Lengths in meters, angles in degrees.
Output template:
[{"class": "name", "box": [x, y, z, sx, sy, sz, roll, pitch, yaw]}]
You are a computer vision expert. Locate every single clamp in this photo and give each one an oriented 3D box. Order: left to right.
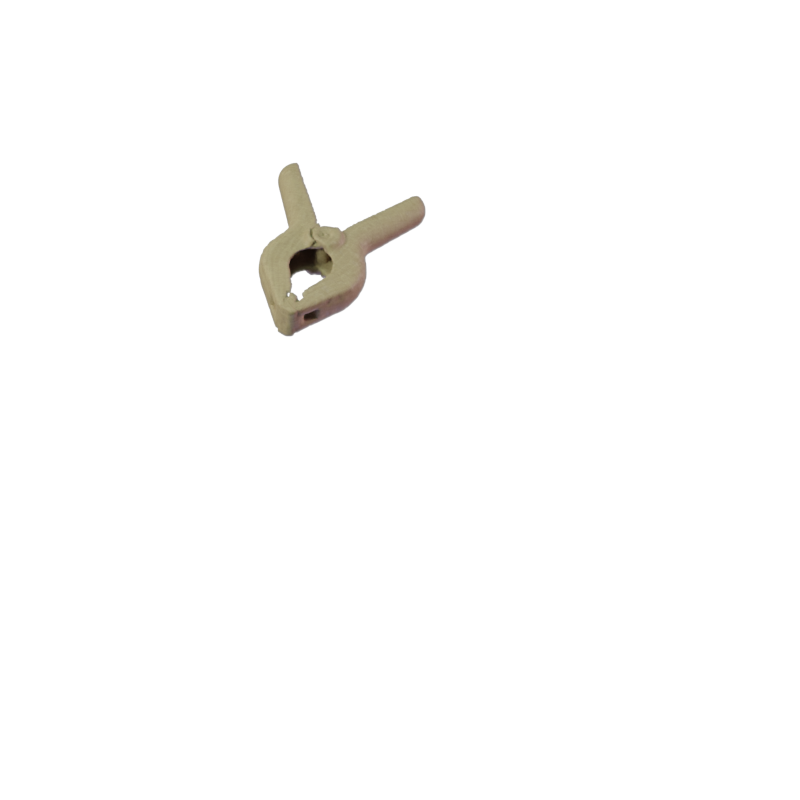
[{"class": "clamp", "box": [-0.066, -0.120, 0.838, 0.125, 0.037, 0.177, 18, 45, 18]}]
